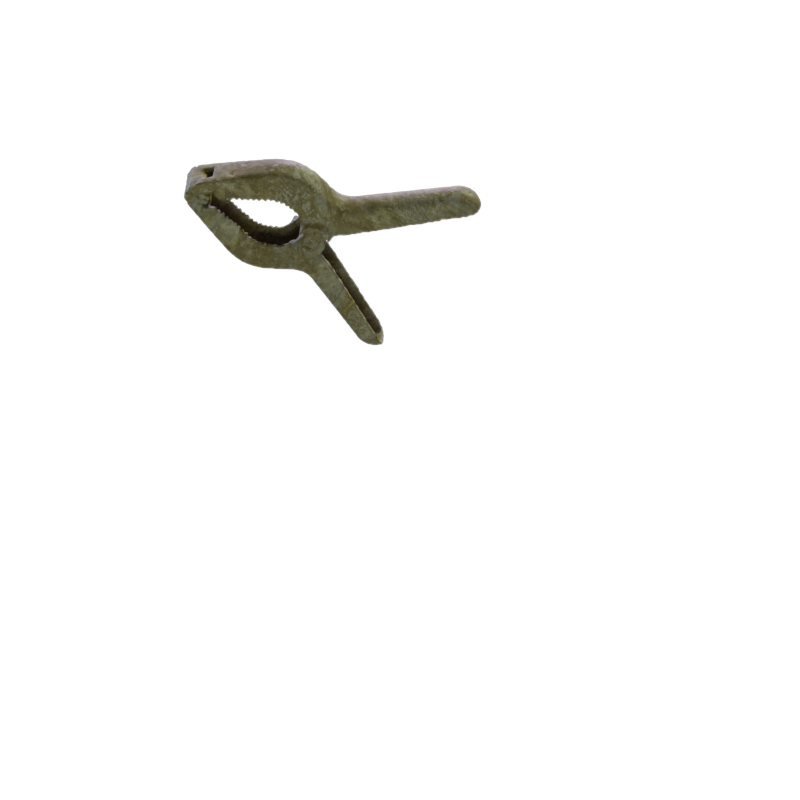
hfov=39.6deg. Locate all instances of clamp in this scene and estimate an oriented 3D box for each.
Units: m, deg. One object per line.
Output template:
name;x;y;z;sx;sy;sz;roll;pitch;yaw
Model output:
clamp;-0.066;-0.120;0.839;0.205;0.157;0.039;15;40;-13
